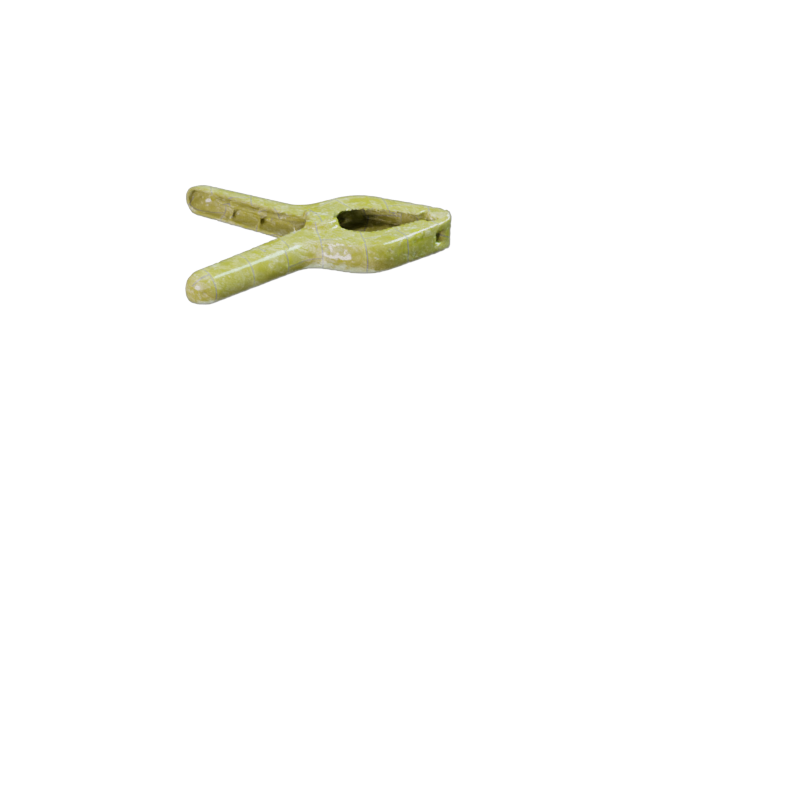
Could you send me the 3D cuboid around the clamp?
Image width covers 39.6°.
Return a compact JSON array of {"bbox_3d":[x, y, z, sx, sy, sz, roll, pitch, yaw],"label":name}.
[{"bbox_3d":[-0.065,-0.119,0.834,0.210,0.034,0.175,0,34,0],"label":"clamp"}]
